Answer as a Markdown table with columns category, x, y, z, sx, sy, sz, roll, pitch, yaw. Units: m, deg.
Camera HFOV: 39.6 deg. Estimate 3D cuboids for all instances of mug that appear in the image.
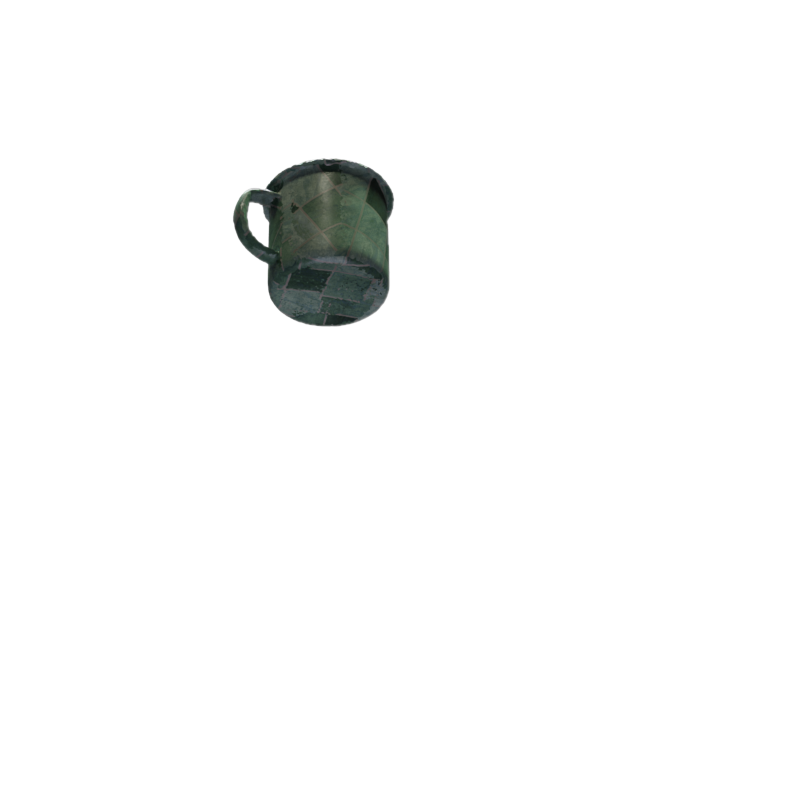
| category | x | y | z | sx | sy | sz | roll | pitch | yaw |
| --- | --- | --- | --- | --- | --- | --- | --- | --- | --- |
| mug | -0.059 | -0.107 | 0.752 | 0.112 | 0.087 | 0.091 | 19 | -40 | -27 |
